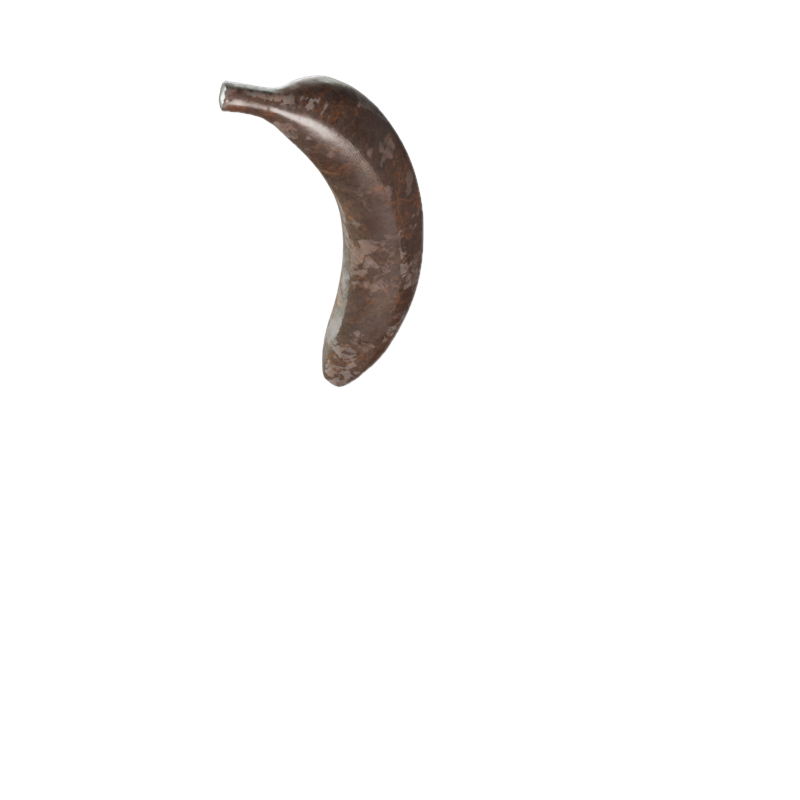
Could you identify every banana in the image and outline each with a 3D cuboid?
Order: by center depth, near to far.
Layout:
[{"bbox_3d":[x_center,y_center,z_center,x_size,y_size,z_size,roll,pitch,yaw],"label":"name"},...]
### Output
[{"bbox_3d":[-0.023,-0.079,0.508,0.070,0.039,0.182,-9,-43,8],"label":"banana"}]
